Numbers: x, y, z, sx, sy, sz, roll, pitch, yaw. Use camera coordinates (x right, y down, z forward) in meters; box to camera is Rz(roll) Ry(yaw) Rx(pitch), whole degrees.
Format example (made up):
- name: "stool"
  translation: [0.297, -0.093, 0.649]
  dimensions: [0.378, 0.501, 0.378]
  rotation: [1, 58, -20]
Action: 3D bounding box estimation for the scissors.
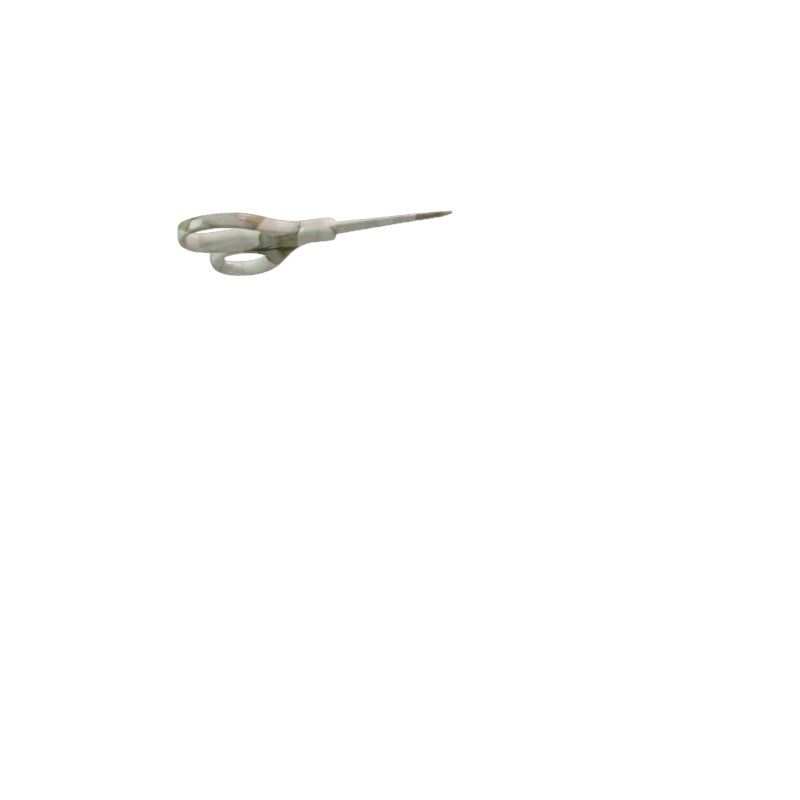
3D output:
- name: "scissors"
  translation: [-0.065, -0.119, 0.836]
  dimensions: [0.202, 0.017, 0.091]
  rotation: [0, -19, 0]
